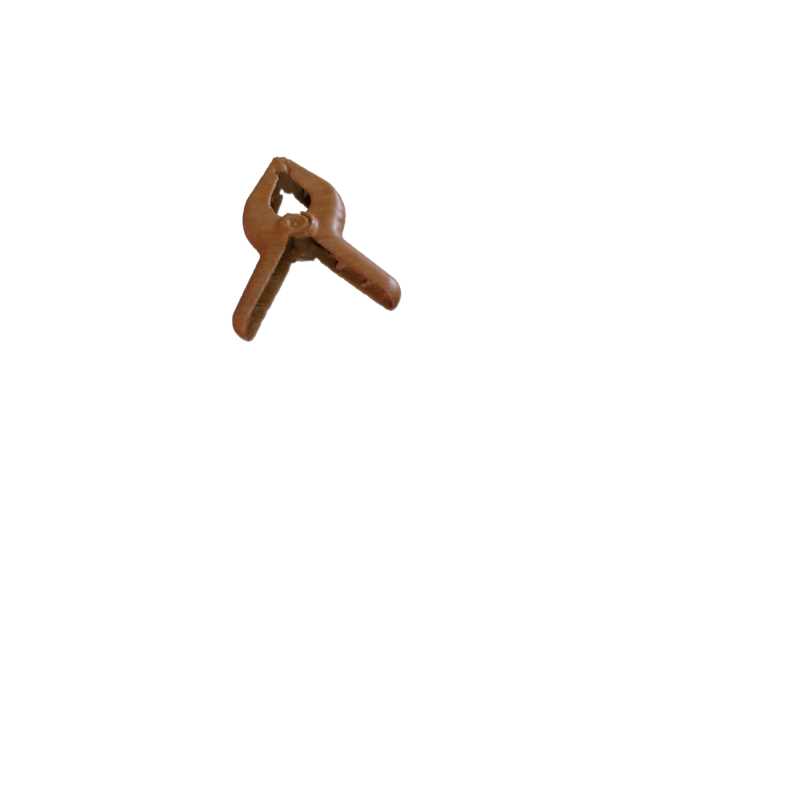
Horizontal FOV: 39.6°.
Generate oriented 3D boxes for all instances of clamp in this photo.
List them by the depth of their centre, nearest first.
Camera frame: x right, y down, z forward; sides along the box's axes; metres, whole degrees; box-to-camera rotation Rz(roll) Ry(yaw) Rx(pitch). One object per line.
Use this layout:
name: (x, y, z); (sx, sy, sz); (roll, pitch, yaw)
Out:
clamp: (-0.065, -0.118, 0.829); (0.120, 0.184, 0.037); (-3, -38, -3)
